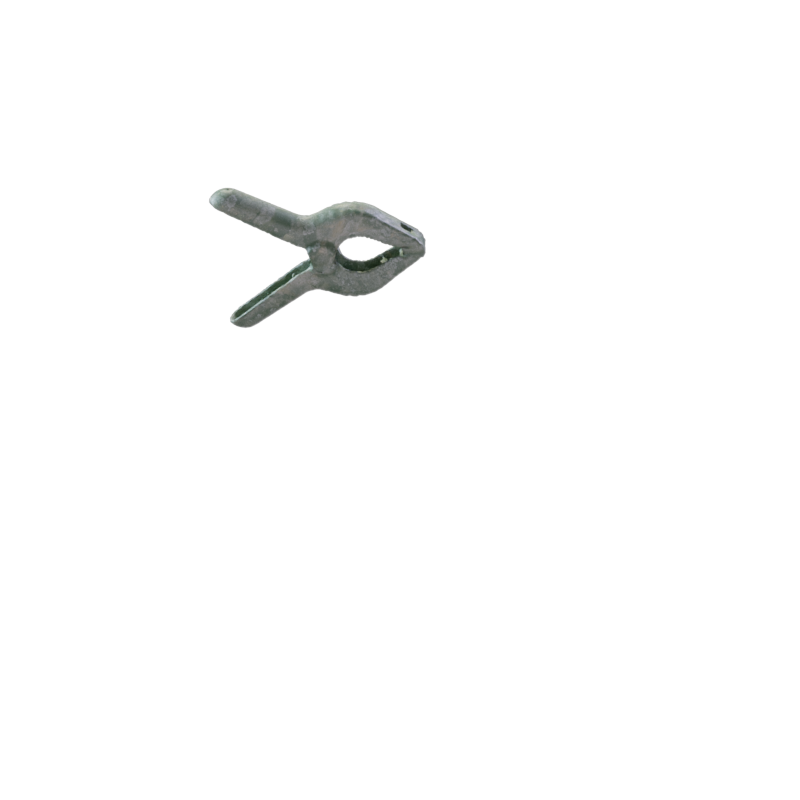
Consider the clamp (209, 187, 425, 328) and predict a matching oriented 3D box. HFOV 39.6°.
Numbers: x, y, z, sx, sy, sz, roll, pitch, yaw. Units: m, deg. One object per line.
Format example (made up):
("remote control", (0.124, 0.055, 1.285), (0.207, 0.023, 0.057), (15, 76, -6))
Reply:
("clamp", (-0.069, -0.126, 0.880), (0.172, 0.112, 0.042), (-13, 31, 8))
